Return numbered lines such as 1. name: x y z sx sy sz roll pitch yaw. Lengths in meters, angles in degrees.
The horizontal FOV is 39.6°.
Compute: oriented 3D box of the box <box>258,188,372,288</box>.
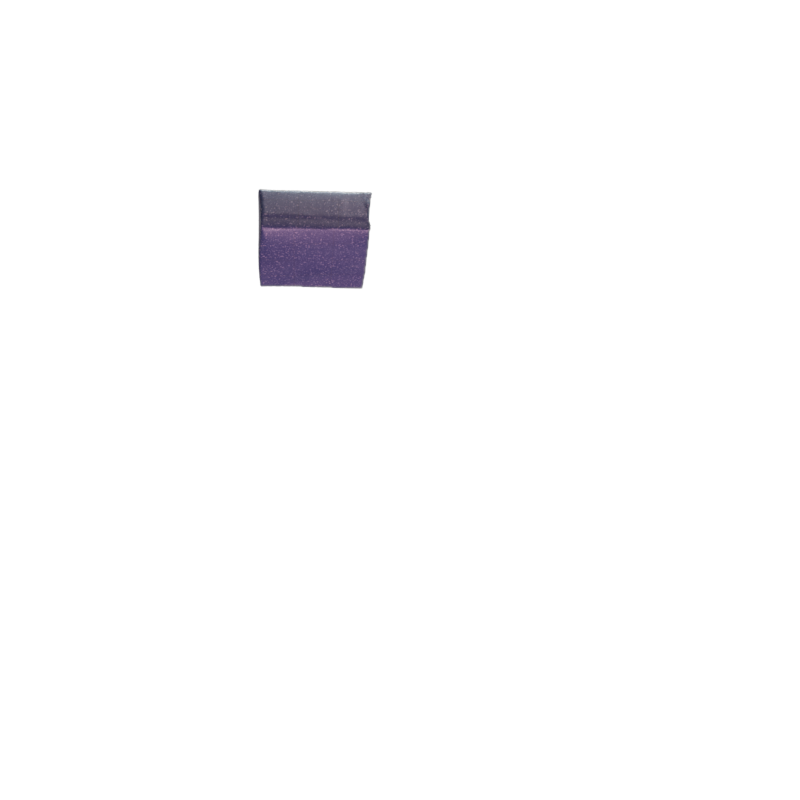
1. box: -0.071 -0.129 0.906 0.089 0.041 0.108 1 -19 -4
